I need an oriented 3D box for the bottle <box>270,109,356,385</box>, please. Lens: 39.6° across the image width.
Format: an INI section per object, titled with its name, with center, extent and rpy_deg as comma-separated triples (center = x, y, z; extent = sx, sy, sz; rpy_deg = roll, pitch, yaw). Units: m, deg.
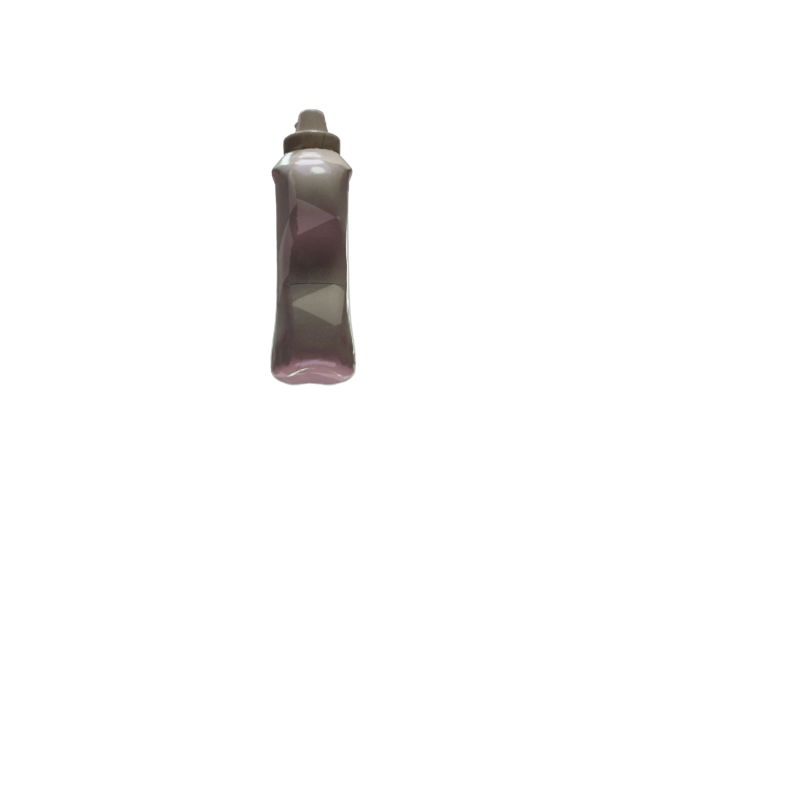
[bottle]
center = -0.061, -0.110, 0.773
extent = 0.058, 0.198, 0.093
rpy_deg = 0, -13, -3
